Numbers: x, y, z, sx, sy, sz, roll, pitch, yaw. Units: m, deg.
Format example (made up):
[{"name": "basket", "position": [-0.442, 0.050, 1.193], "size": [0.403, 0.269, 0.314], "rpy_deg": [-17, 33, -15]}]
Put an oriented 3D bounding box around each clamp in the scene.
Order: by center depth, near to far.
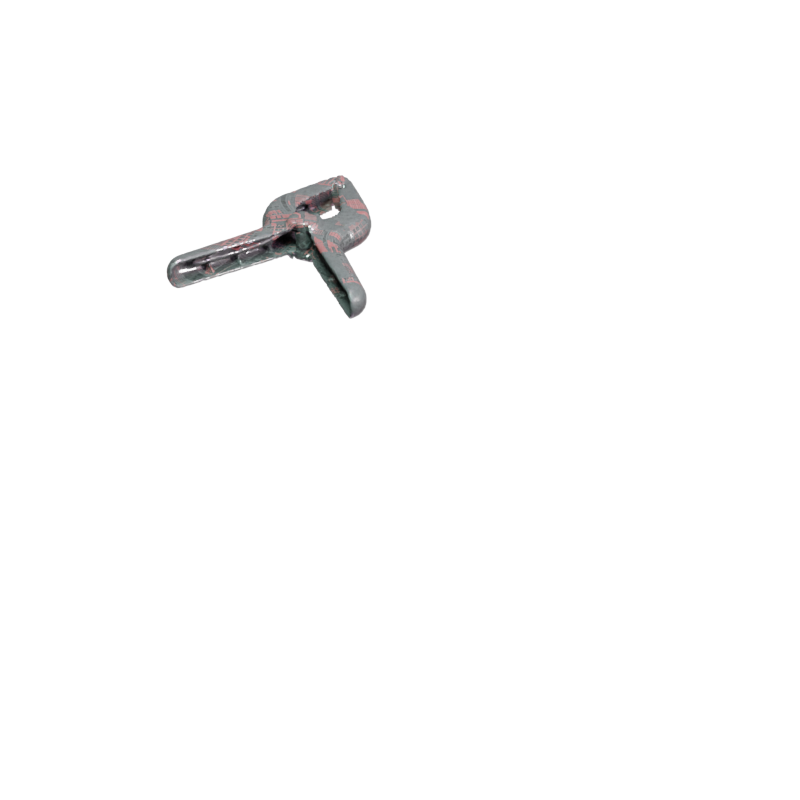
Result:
[{"name": "clamp", "position": [-0.073, -0.132, 0.928], "size": [0.171, 0.034, 0.215], "rpy_deg": [14, 36, 21]}]
